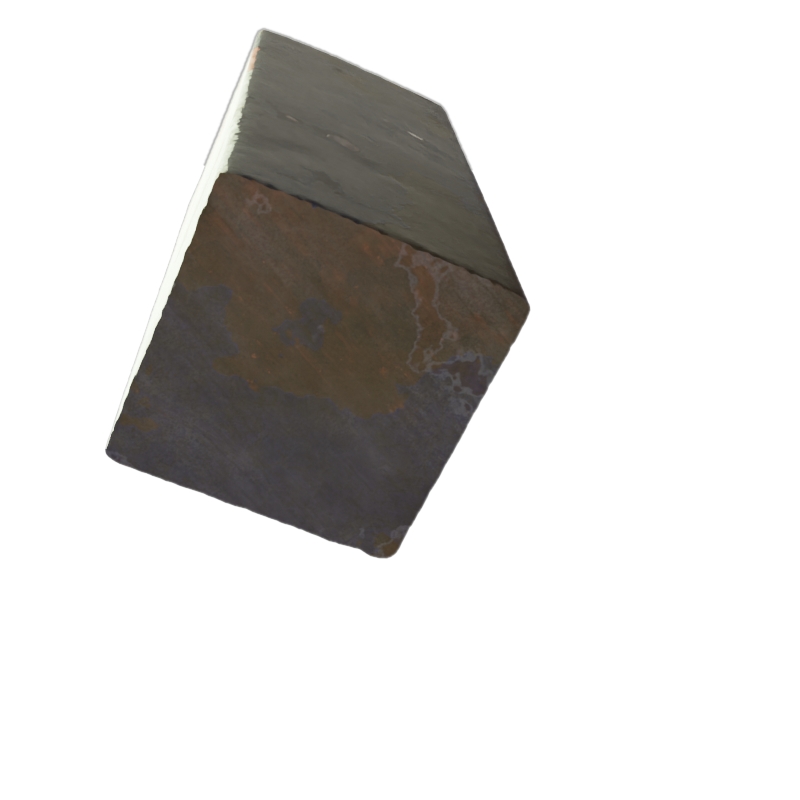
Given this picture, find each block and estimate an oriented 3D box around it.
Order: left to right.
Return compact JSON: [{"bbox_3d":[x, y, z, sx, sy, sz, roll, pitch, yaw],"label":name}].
[{"bbox_3d":[-0.030,-0.055,0.388,0.088,0.088,0.218,21,23,-14],"label":"block"}]
